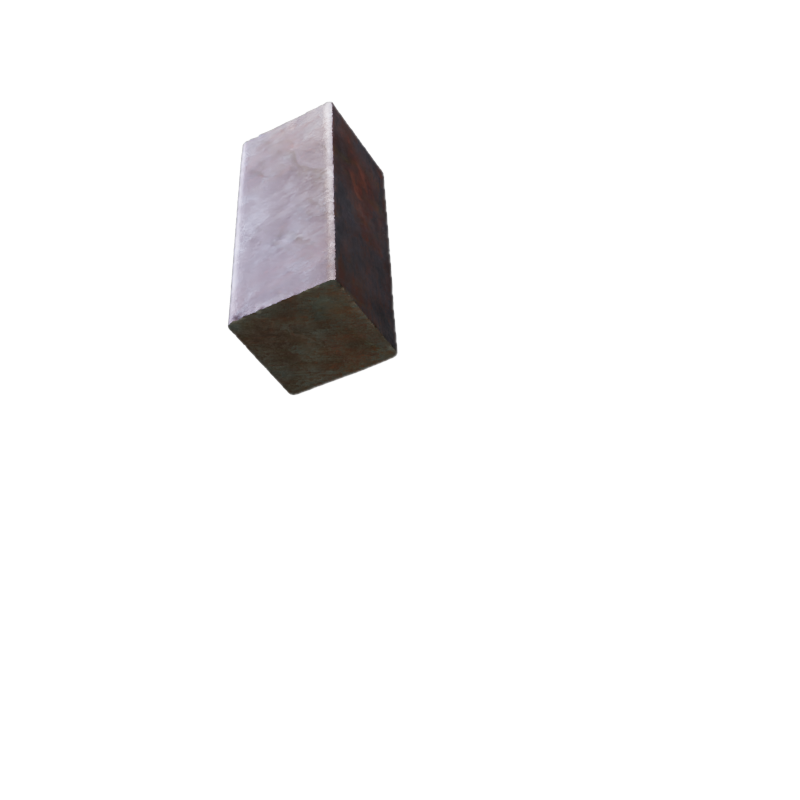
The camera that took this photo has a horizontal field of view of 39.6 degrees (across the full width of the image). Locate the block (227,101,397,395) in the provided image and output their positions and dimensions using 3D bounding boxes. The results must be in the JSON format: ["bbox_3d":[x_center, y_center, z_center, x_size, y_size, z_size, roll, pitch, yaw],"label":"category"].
[{"bbox_3d":[-0.066,-0.120,0.844,0.090,0.221,0.084,-23,-47,19],"label":"block"}]
